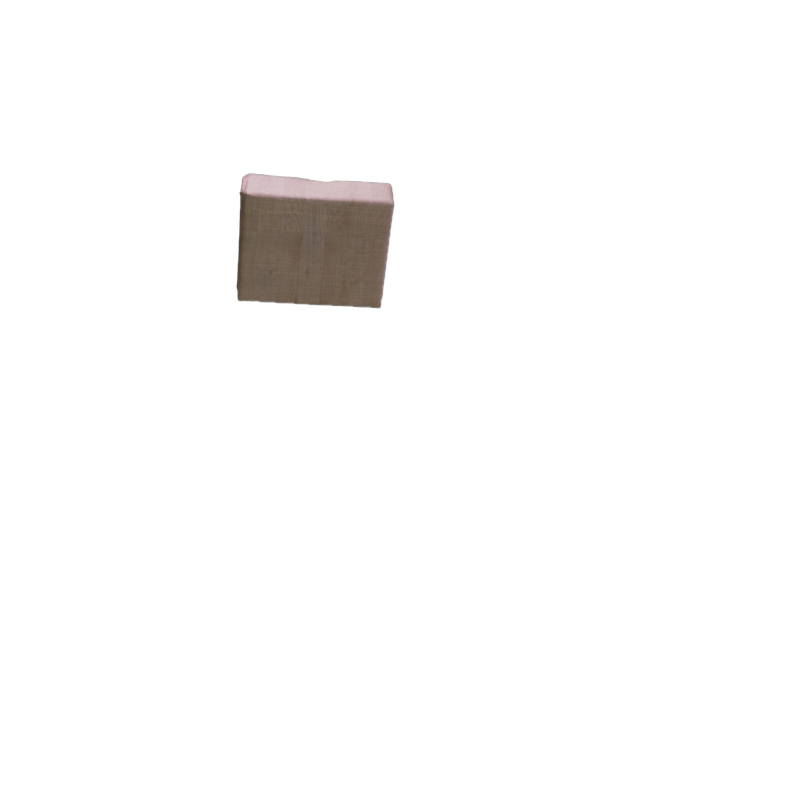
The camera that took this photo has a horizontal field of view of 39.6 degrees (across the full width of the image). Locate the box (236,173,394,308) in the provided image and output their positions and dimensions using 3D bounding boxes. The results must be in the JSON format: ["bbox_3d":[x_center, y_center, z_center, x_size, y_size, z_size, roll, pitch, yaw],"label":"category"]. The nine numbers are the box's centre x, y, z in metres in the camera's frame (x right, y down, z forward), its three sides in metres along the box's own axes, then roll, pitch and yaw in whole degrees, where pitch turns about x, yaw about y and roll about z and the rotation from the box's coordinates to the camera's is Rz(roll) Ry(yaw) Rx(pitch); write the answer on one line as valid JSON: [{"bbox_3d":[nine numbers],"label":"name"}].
[{"bbox_3d":[-0.052,-0.094,0.658,0.089,0.069,0.032,4,32,-3],"label":"box"}]
